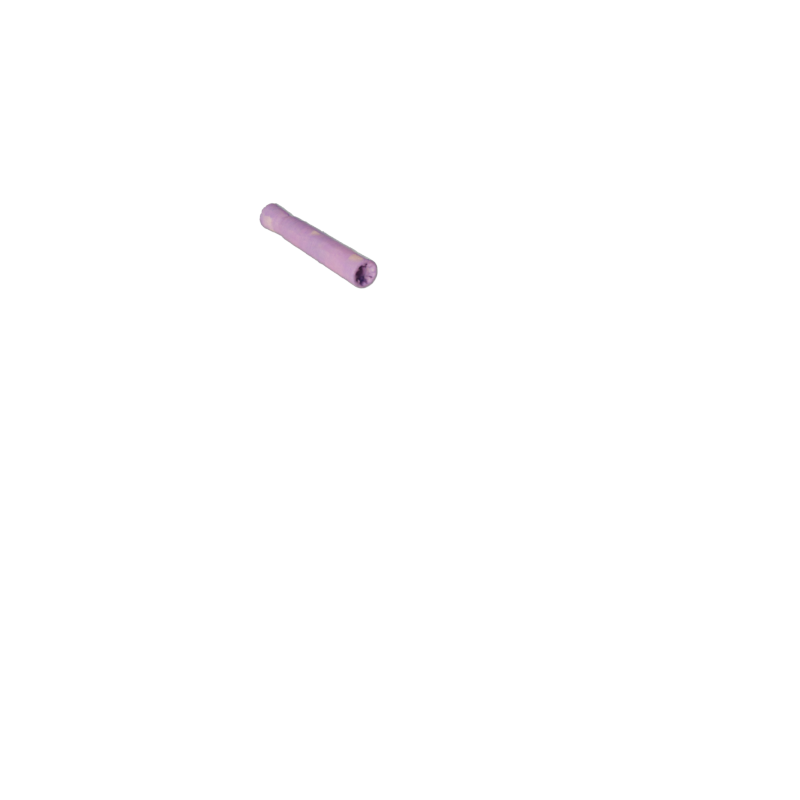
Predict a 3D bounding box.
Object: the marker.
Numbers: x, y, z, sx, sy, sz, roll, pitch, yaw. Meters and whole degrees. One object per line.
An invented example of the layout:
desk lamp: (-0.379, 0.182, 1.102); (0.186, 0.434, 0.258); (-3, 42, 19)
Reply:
marker: (-0.056, -0.101, 0.710); (0.019, 0.019, 0.130); (-3, 25, -35)
